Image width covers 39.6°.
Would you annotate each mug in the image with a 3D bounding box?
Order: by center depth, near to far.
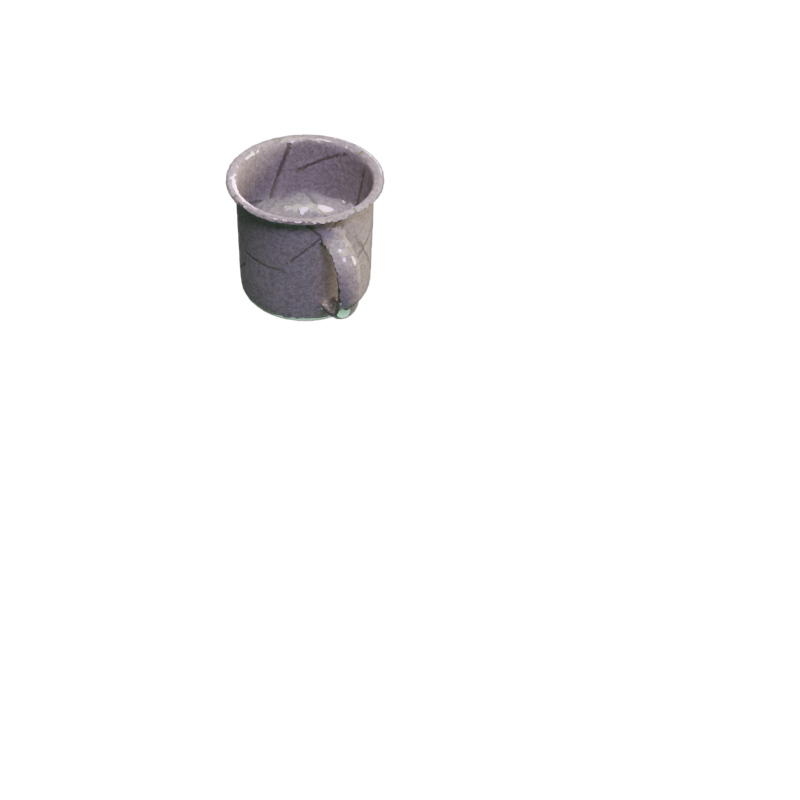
[{"bbox_3d":[-0.052,-0.095,0.664,0.092,0.076,0.127,-17,45,-20],"label":"mug"}]
